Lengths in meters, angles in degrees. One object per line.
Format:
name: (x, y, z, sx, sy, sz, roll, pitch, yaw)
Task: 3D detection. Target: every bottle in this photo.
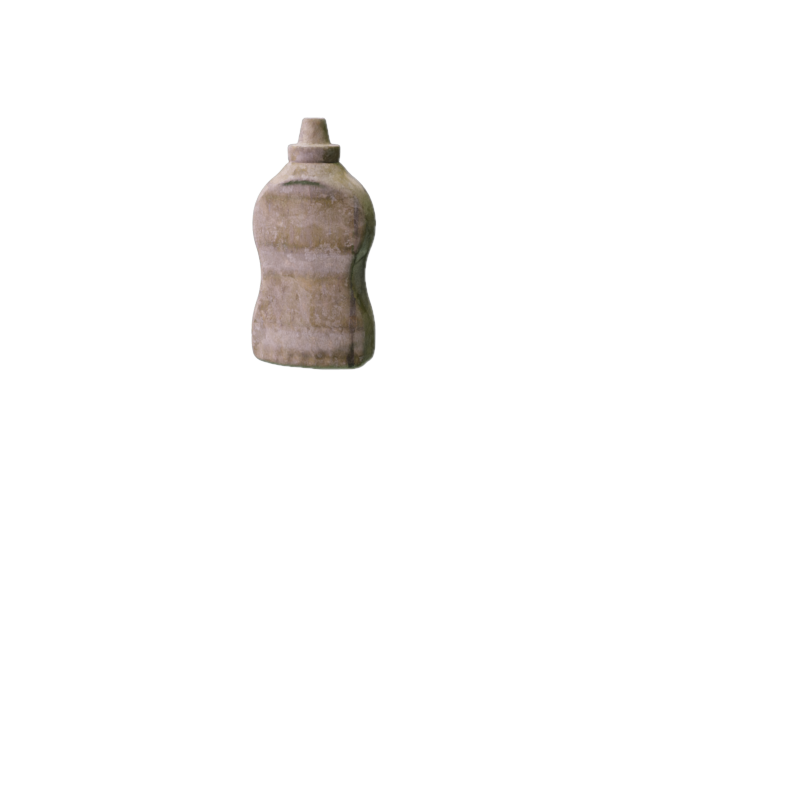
bottle: (-0.067, -0.123, 0.864, 0.099, 0.188, 0.058, 4, 9, 19)
